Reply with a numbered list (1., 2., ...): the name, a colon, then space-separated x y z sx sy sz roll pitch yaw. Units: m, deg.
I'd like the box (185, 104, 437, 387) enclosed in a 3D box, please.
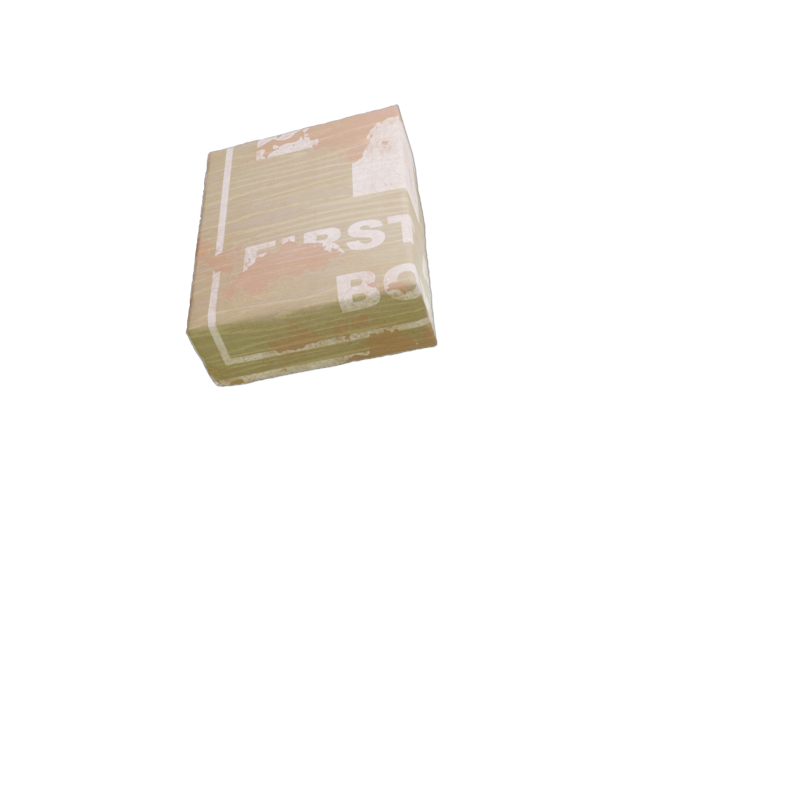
1. box: -0.065 -0.119 0.833 0.165 0.230 0.066 -12 -46 9
